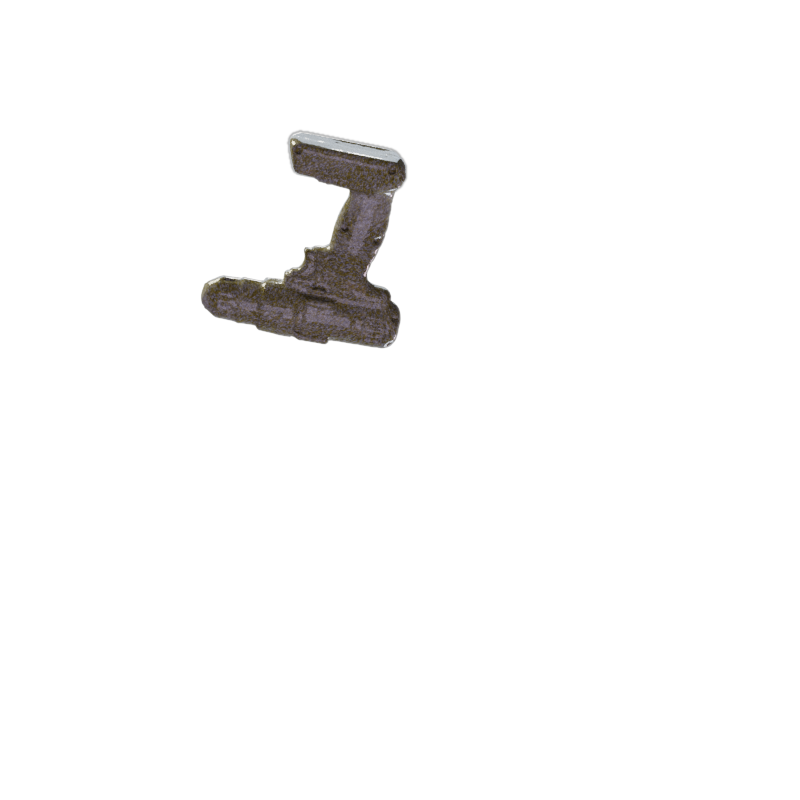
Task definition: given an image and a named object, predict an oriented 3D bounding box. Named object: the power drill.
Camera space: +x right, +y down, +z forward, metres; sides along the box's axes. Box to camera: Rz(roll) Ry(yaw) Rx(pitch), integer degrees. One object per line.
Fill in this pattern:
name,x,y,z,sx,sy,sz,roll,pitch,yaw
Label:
power drill,-0.078,-0.143,1.000,0.183,0.180,0.060,10,22,-4
